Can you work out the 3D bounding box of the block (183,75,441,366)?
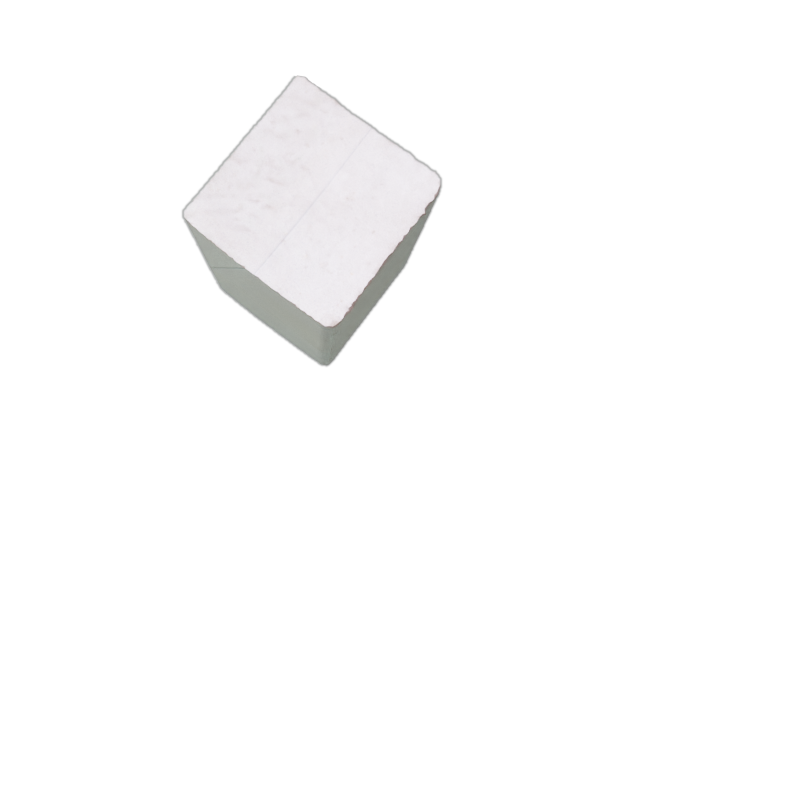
[{"bbox_3d":[-0.047,-0.087,0.611,0.091,0.091,0.203,37,-6,0],"label":"block"}]
